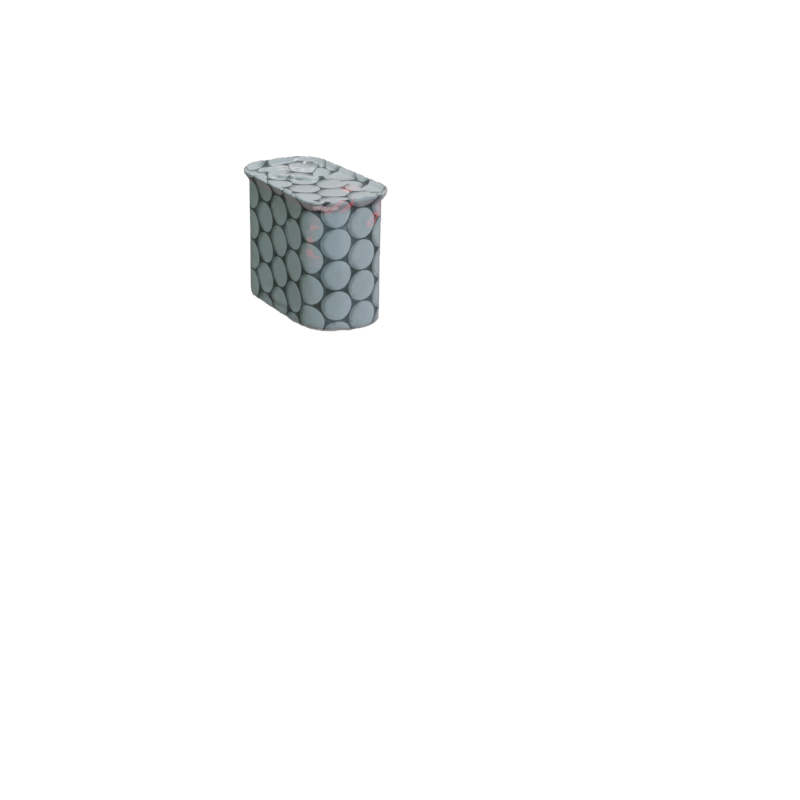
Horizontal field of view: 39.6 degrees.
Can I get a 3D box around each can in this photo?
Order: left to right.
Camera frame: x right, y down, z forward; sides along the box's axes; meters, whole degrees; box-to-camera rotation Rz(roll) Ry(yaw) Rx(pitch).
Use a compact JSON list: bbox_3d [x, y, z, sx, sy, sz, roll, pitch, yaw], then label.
[{"bbox_3d":[-0.054,-0.098,0.685,0.056,0.080,0.109,-13,27,-31],"label":"can"}]
